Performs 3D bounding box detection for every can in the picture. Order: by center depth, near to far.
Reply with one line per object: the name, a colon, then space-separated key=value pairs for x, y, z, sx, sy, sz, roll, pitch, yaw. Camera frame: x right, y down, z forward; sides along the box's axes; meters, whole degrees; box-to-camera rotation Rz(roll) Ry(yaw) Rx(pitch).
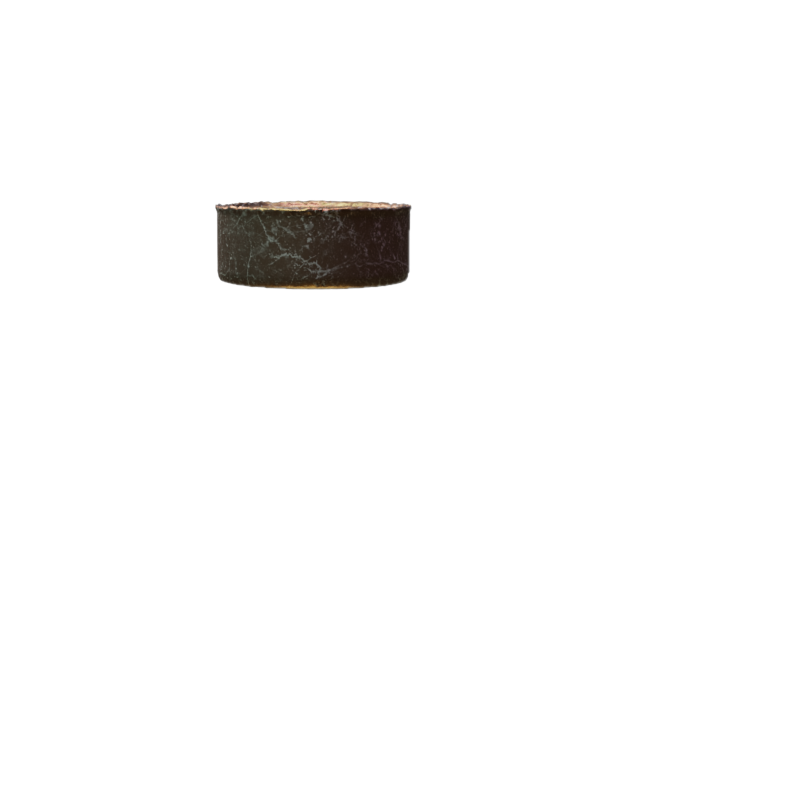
can: x=-0.038 y=-0.069 z=0.486 sx=0.086 sy=0.033 sz=0.088 roll=0 pitch=11 yaw=-2
